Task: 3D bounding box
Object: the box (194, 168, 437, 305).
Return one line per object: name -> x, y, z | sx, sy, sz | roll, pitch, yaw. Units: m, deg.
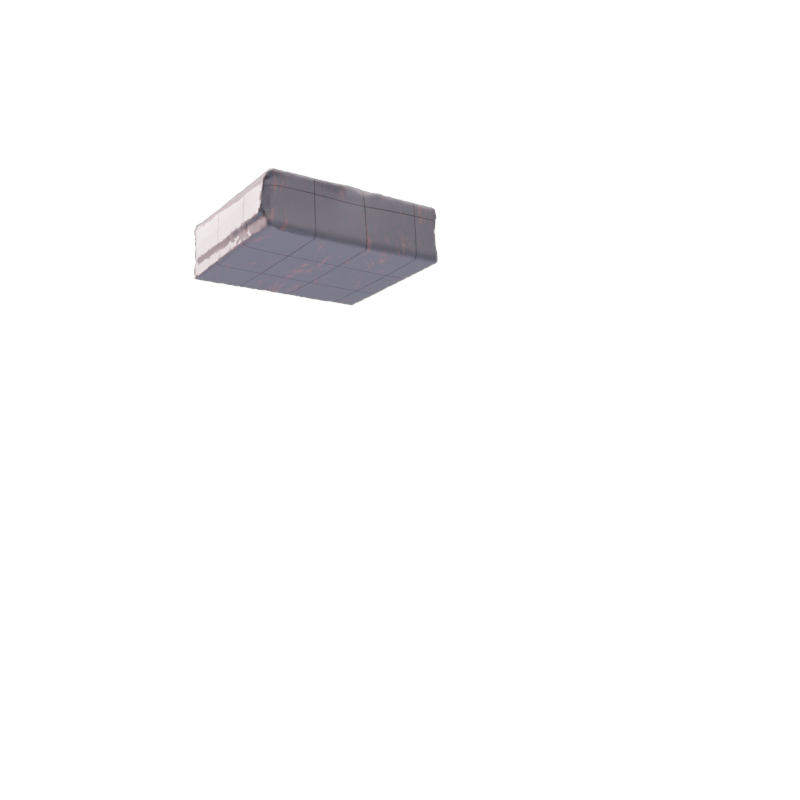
box -> -0.040, -0.072, 0.505 | 0.085, 0.031, 0.073 | 9, -18, -30
